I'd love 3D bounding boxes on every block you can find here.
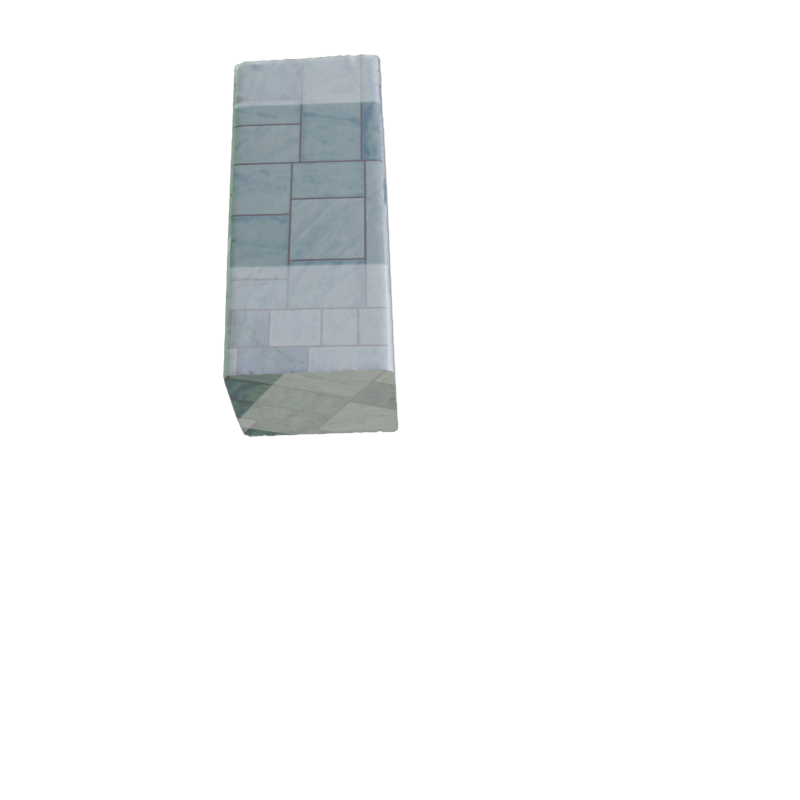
[{"bbox_3d":[-0.051,-0.093,0.651,0.091,0.219,0.084,-3,-28,2],"label":"block"}]
